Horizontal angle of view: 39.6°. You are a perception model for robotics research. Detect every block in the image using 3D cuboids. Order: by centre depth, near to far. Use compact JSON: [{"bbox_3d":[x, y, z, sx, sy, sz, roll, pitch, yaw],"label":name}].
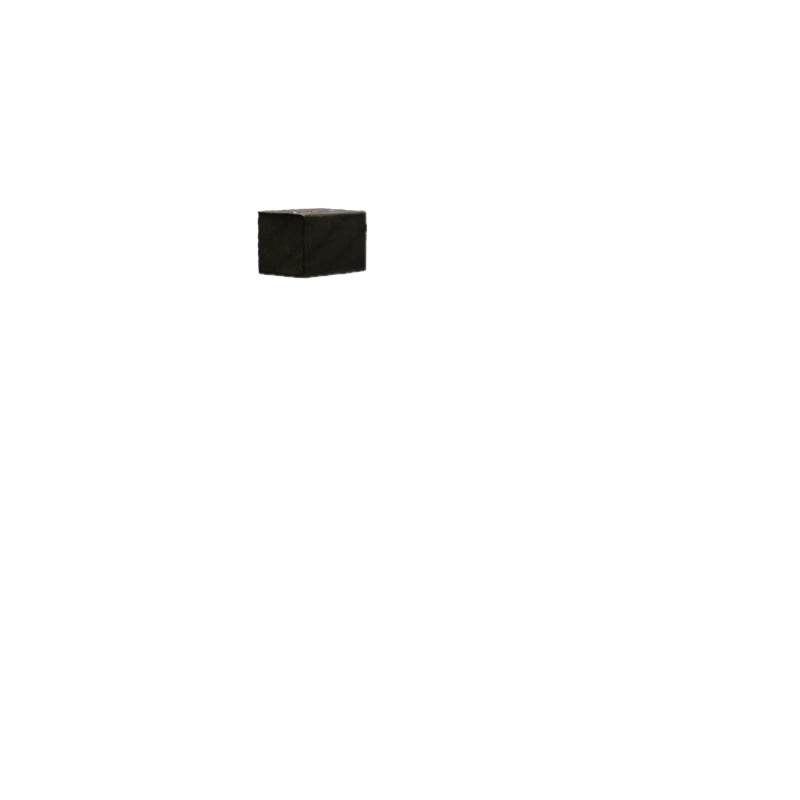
[{"bbox_3d":[-0.070,-0.128,0.897,0.055,0.050,0.076,7,12,39],"label":"block"}]
